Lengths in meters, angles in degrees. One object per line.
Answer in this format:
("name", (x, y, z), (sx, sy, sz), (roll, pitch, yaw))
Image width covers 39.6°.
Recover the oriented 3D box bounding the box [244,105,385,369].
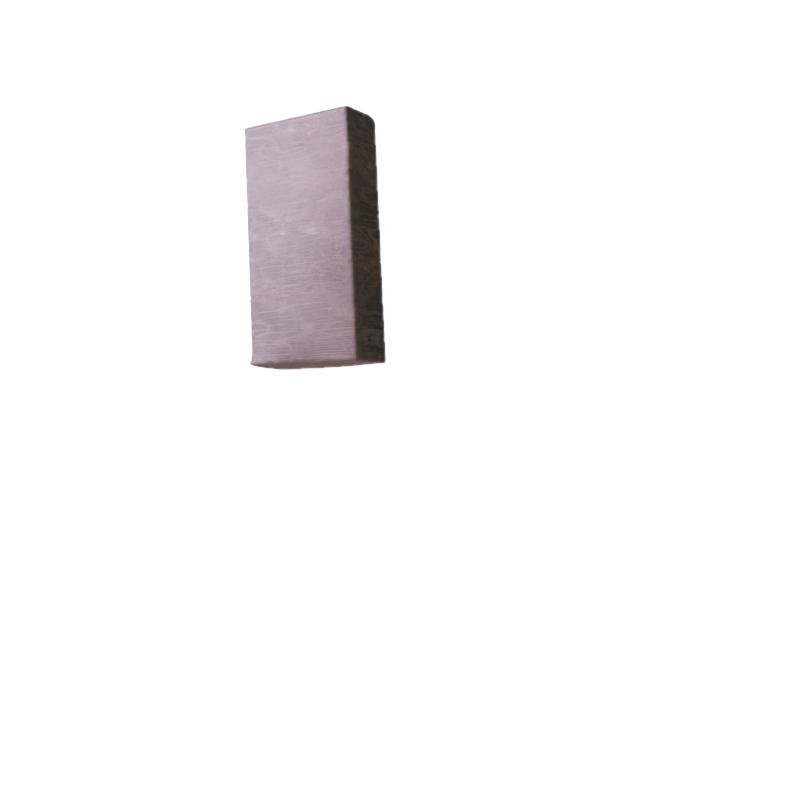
("box", (-0.061, -0.112, 0.786), (0.096, 0.181, 0.045), (-6, -11, 32))
